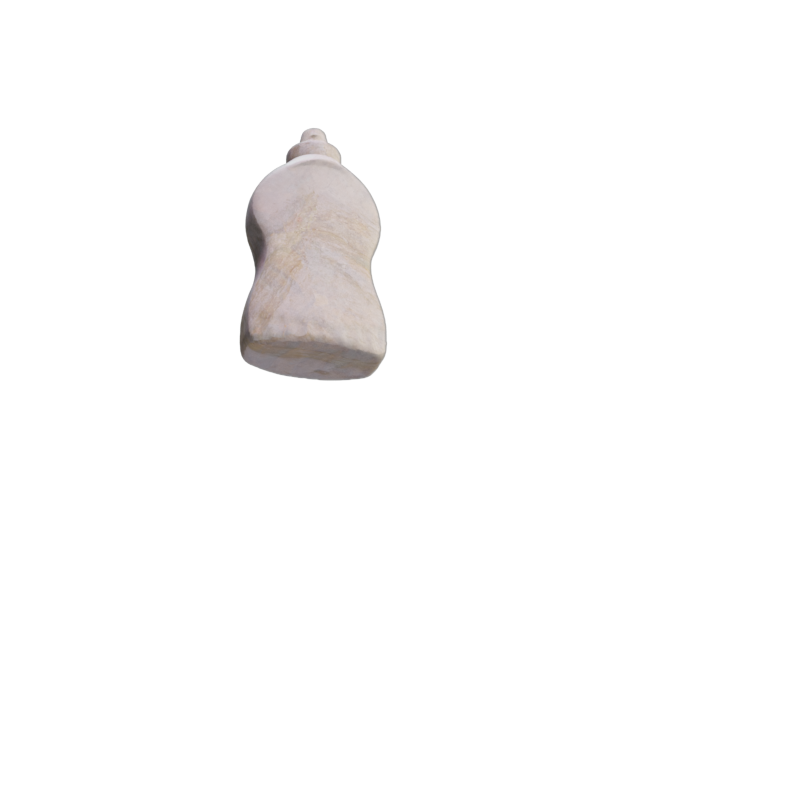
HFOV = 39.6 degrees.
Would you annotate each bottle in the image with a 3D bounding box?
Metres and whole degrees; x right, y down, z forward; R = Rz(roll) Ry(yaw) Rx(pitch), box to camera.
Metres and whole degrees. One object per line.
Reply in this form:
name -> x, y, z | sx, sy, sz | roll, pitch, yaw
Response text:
bottle -> -0.061, -0.112, 0.780 | 0.094, 0.204, 0.056 | 5, -32, -13
